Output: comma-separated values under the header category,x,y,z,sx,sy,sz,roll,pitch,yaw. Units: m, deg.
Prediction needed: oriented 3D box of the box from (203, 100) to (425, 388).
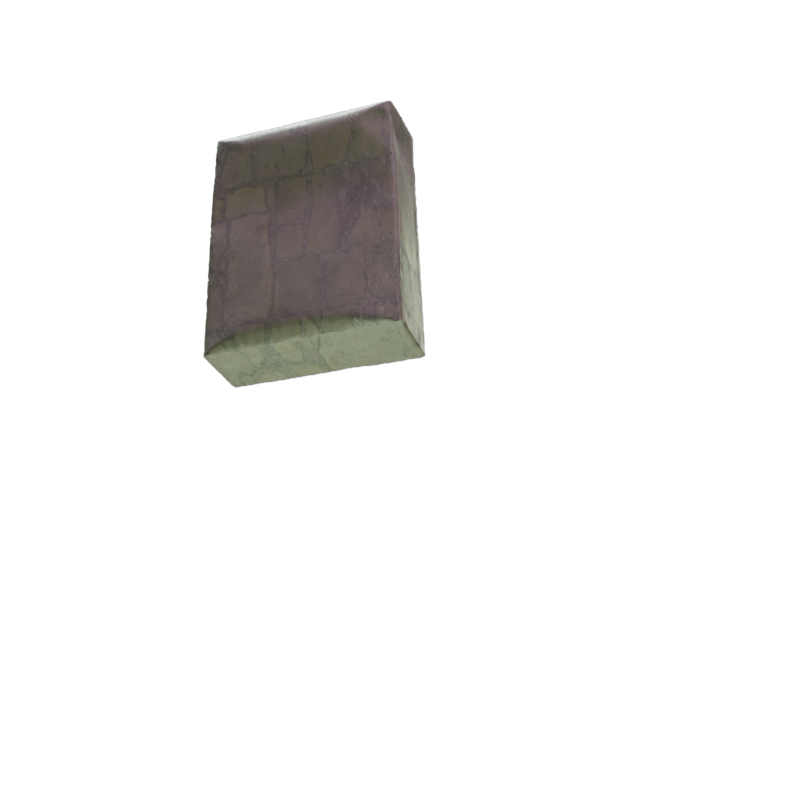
category,x,y,z,sx,sy,sz,roll,pitch,yaw
box,-0.071,-0.130,0.909,0.166,0.227,0.066,-10,-30,16
